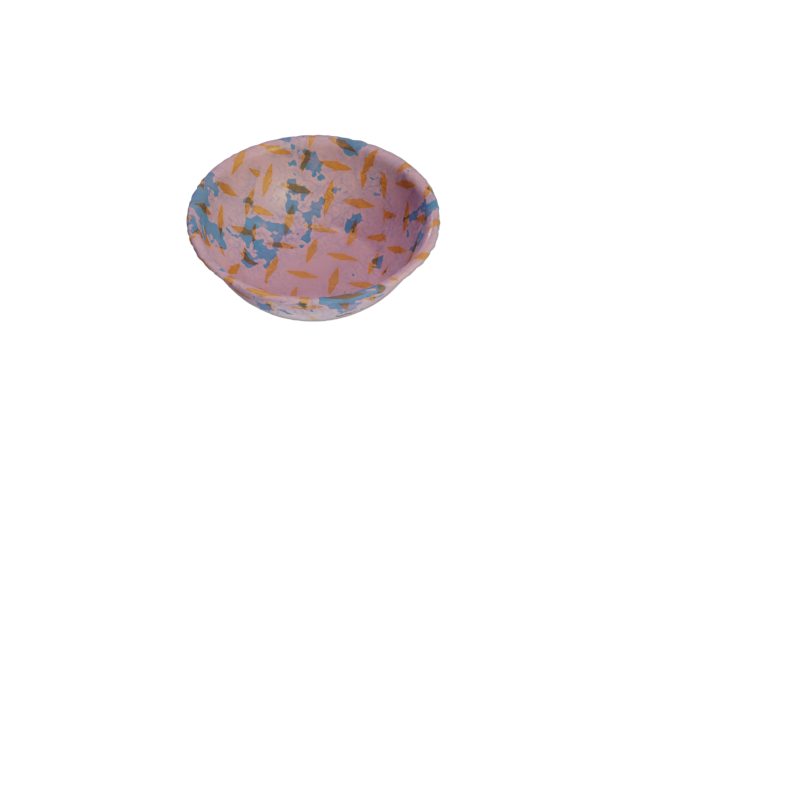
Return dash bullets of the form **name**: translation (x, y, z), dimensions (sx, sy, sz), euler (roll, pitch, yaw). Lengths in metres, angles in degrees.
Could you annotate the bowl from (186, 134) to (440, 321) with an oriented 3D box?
- **bowl**: translation (-0.056, -0.103, 0.721), dimensions (0.162, 0.174, 0.051), euler (-1, -43, -1)
